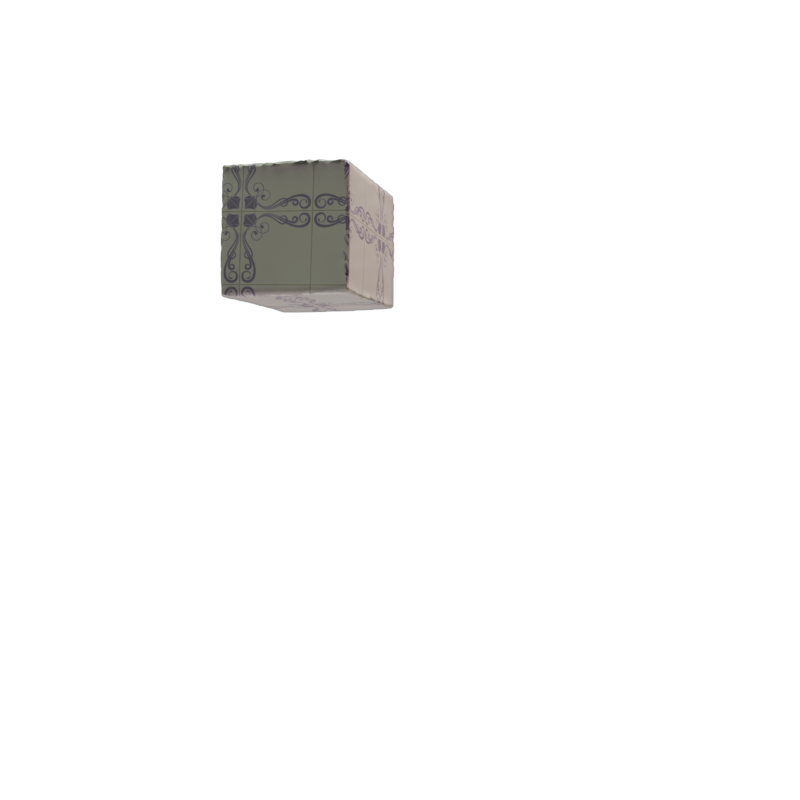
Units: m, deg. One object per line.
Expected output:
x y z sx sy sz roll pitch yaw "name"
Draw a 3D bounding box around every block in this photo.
-0.035 -0.064 0.452 0.054 0.052 0.076 -1 -3 13 "block"
